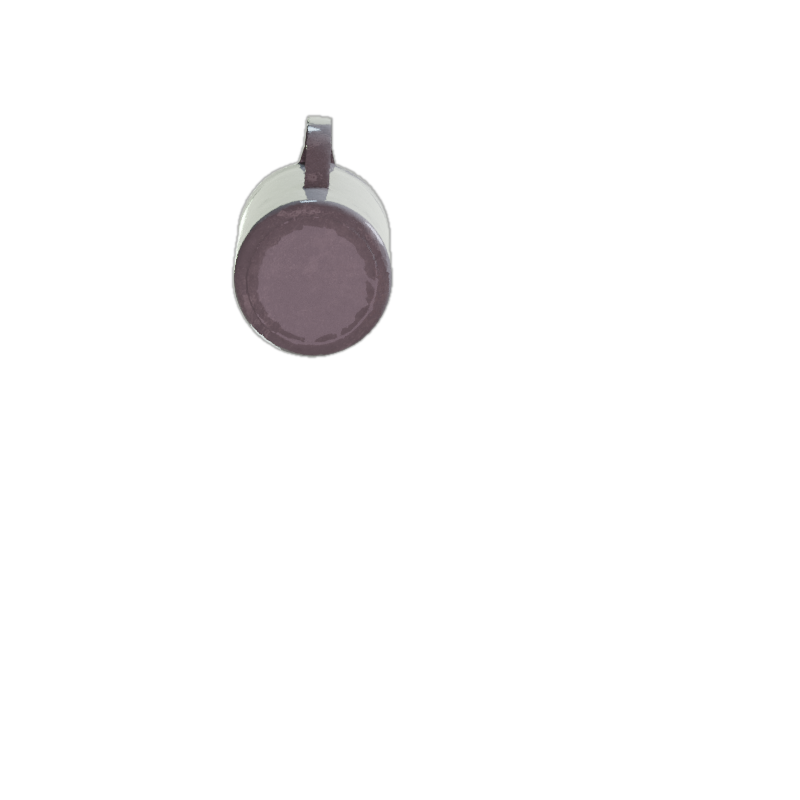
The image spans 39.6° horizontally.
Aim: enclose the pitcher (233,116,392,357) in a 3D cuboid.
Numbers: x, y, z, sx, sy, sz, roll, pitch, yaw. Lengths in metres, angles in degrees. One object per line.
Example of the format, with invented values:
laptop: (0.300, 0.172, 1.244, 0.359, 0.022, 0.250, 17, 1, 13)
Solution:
pitcher: (-0.067, -0.122, 0.856, 0.144, 0.146, 0.250, -40, 12, 6)
